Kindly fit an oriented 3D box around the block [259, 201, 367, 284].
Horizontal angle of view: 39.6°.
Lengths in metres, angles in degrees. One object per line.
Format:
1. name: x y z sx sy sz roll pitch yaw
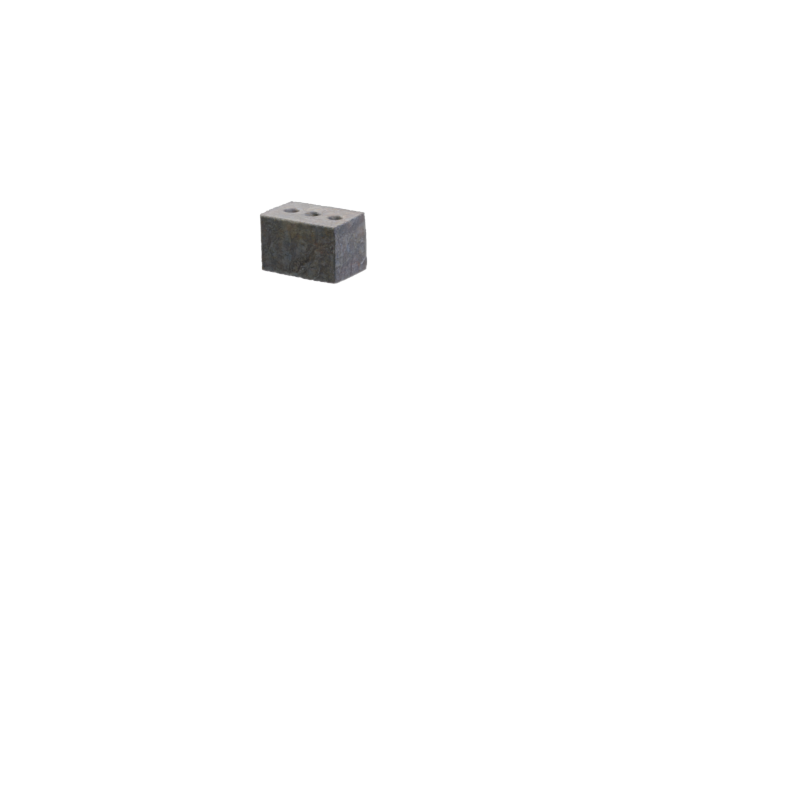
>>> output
1. block: -0.074 -0.135 0.948 0.081 0.049 0.053 13 24 28
